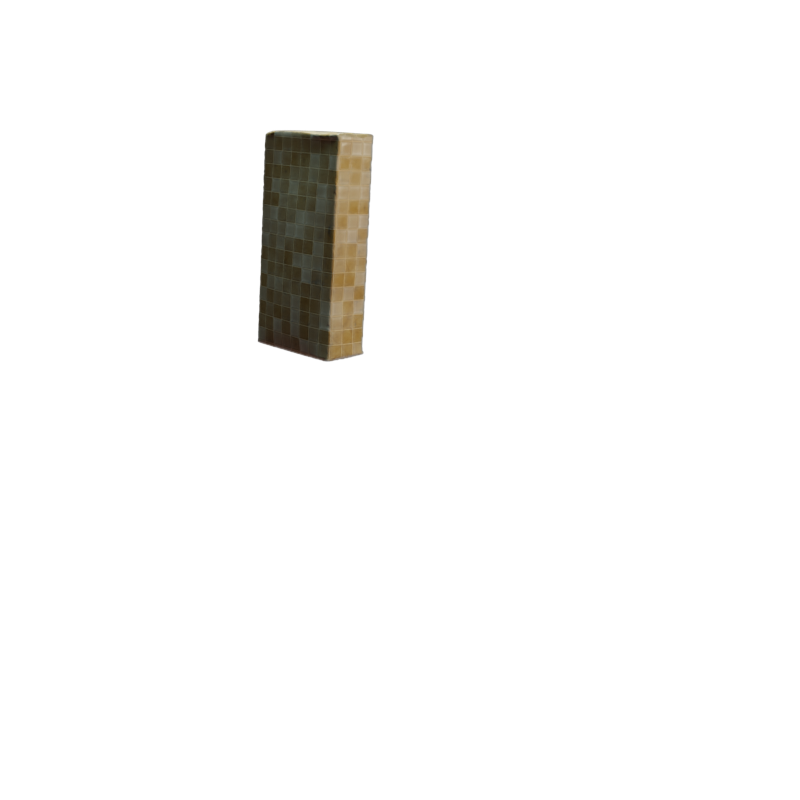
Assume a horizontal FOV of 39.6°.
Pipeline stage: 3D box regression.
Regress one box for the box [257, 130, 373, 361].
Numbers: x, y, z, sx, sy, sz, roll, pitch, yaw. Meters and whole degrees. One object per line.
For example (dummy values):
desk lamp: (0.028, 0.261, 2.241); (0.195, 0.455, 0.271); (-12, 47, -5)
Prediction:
box: (-0.070, -0.126, 0.885); (0.047, 0.173, 0.098); (-7, 11, -42)
